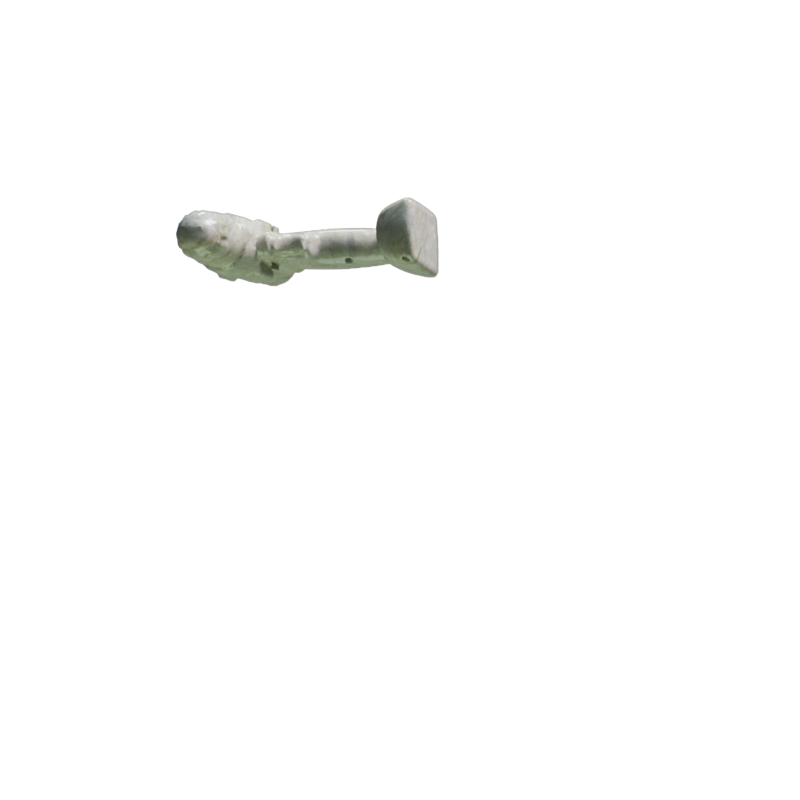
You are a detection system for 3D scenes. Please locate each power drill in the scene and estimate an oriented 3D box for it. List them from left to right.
[{"bbox_3d":[-0.072,-0.130,0.914,0.192,0.058,0.179,0,0,18],"label":"power drill"}]
